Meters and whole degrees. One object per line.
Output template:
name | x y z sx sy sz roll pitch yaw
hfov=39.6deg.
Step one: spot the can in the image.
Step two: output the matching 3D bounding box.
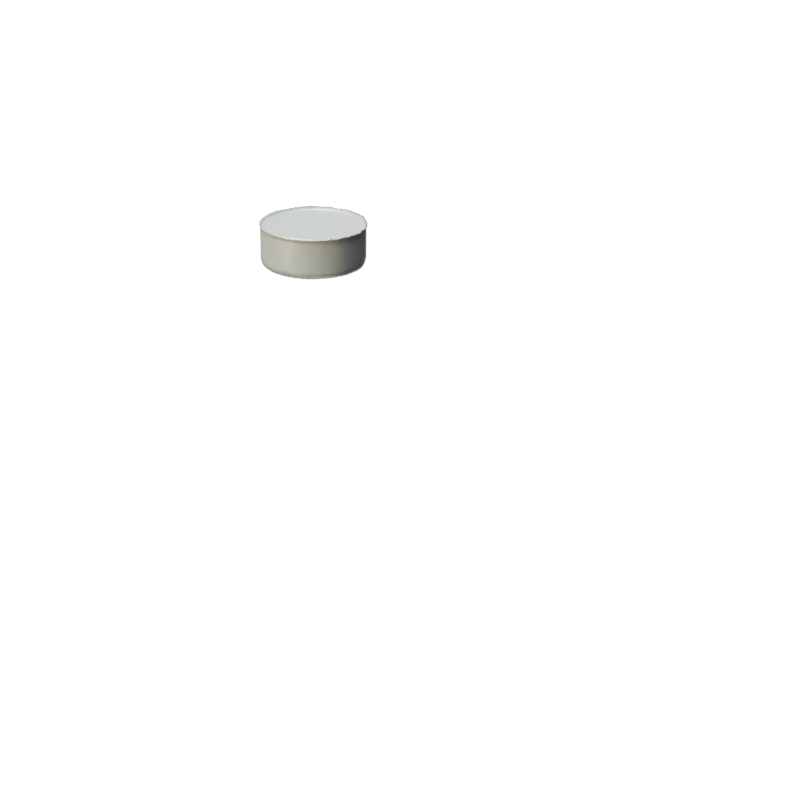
can | -0.069 -0.126 0.883 0.086 0.032 0.090 -1 26 -2
